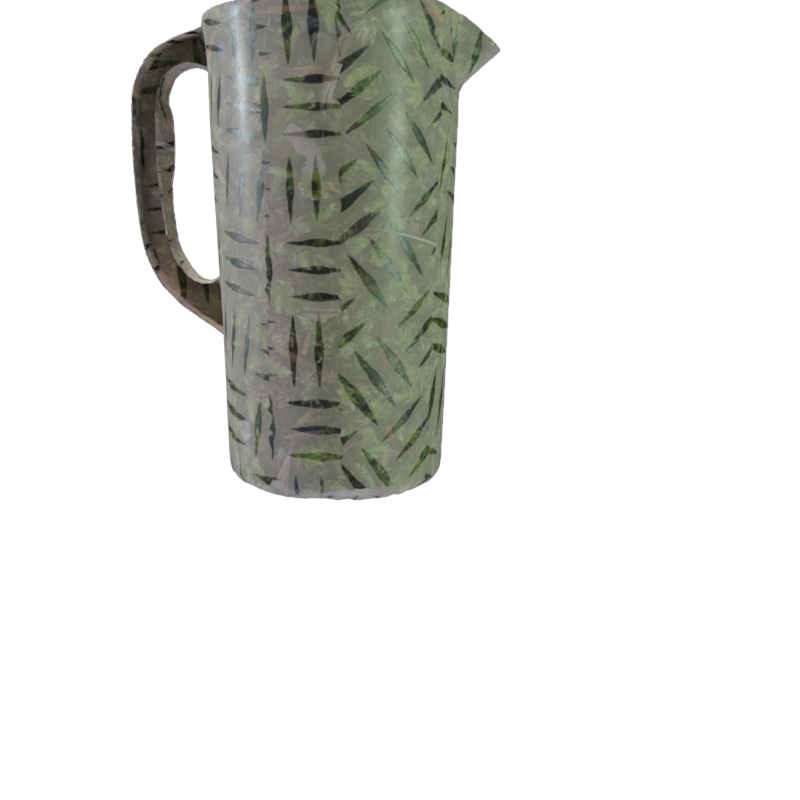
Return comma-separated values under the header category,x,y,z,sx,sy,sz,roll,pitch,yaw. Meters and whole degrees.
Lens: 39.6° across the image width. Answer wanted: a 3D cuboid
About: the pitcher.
category,x,y,z,sx,sy,sz,roll,pitch,yaw
pitcher,-0.044,-0.081,0.567,0.140,0.242,0.155,-2,4,-37
